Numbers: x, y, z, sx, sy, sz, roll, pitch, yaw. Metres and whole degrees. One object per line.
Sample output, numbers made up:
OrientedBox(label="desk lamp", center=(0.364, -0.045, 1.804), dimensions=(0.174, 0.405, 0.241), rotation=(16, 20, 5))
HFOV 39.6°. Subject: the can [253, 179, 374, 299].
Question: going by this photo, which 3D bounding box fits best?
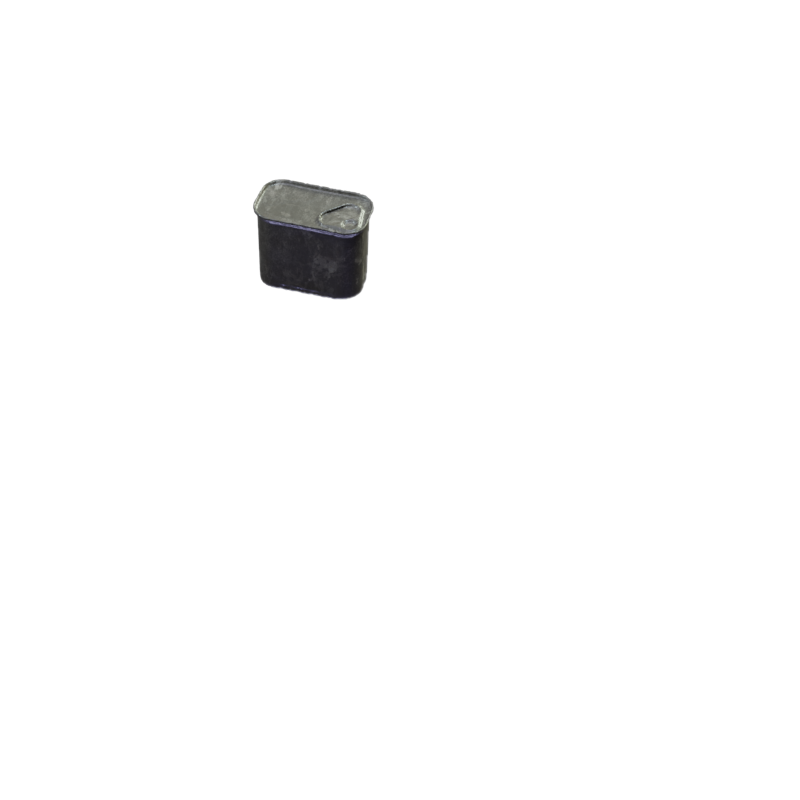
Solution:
OrientedBox(label="can", center=(-0.077, -0.141, 0.985), dimensions=(0.104, 0.078, 0.060), rotation=(12, 45, 11))
